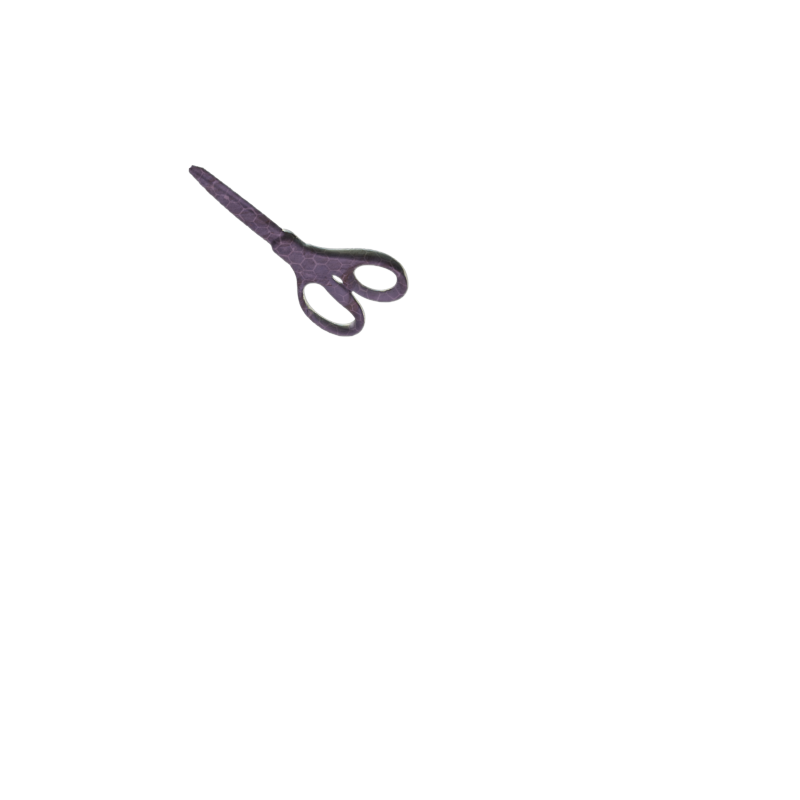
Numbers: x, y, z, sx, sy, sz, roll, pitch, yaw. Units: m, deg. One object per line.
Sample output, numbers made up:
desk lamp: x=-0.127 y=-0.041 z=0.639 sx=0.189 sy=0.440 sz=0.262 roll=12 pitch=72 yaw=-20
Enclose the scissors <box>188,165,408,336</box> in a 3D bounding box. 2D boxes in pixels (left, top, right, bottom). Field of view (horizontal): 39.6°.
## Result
scissors: x=-0.064 y=-0.116 z=0.815 sx=0.097 sy=0.017 sz=0.186 roll=-18 pitch=-46 yaw=18
